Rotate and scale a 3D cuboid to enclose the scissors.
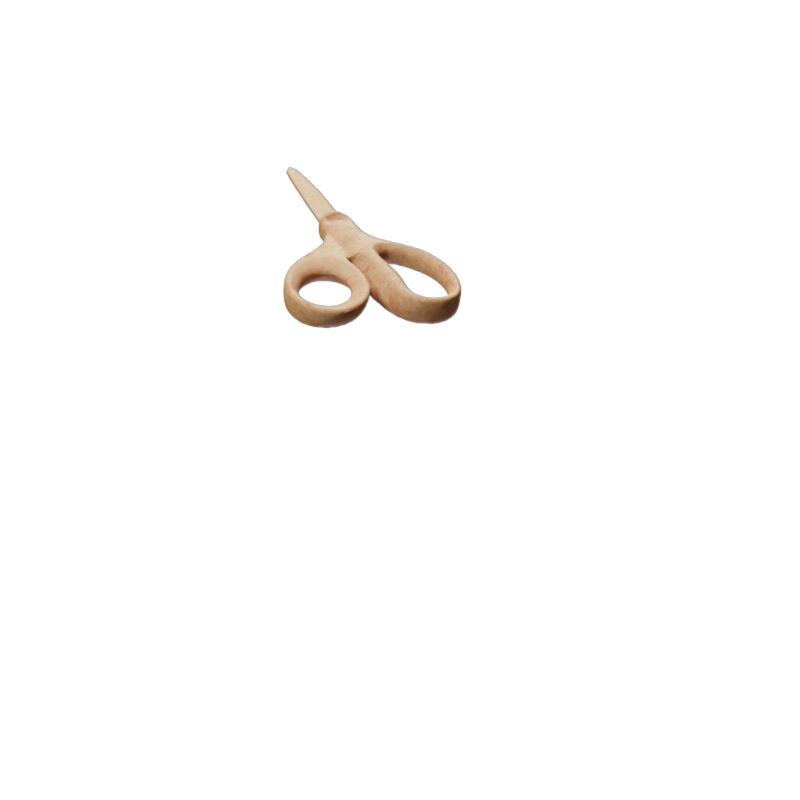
[{"bbox_3d":[-0.047,-0.087,0.606,0.095,0.015,0.217,-19,36,-28],"label":"scissors"}]
